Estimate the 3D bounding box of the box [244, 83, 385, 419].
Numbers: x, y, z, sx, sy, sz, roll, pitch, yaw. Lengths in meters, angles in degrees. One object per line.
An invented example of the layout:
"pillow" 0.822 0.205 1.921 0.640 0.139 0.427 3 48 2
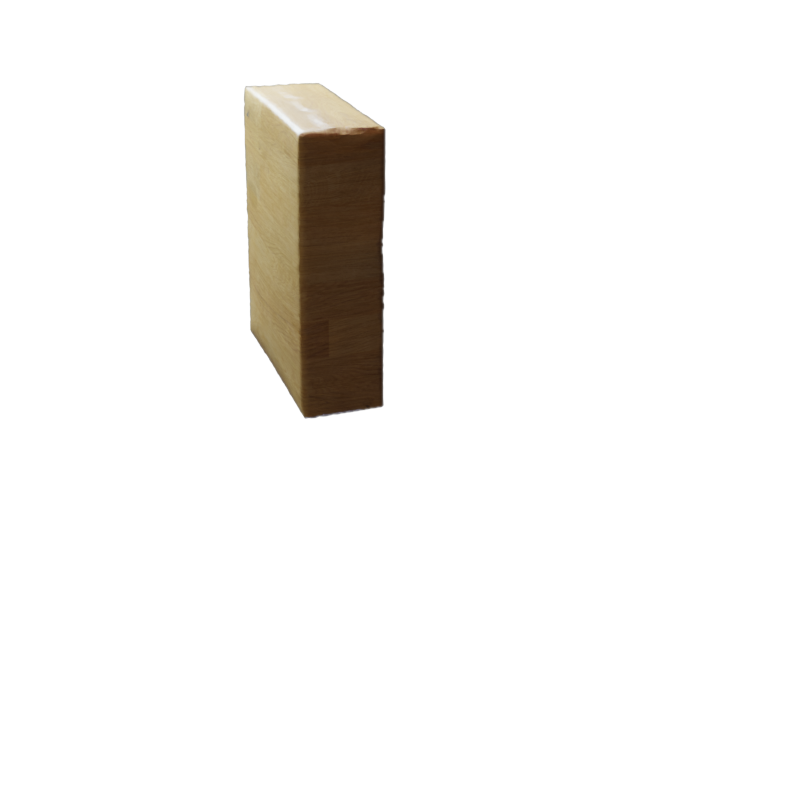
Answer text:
"box" -0.066 -0.120 0.841 0.070 0.204 0.175 -6 24 -19
